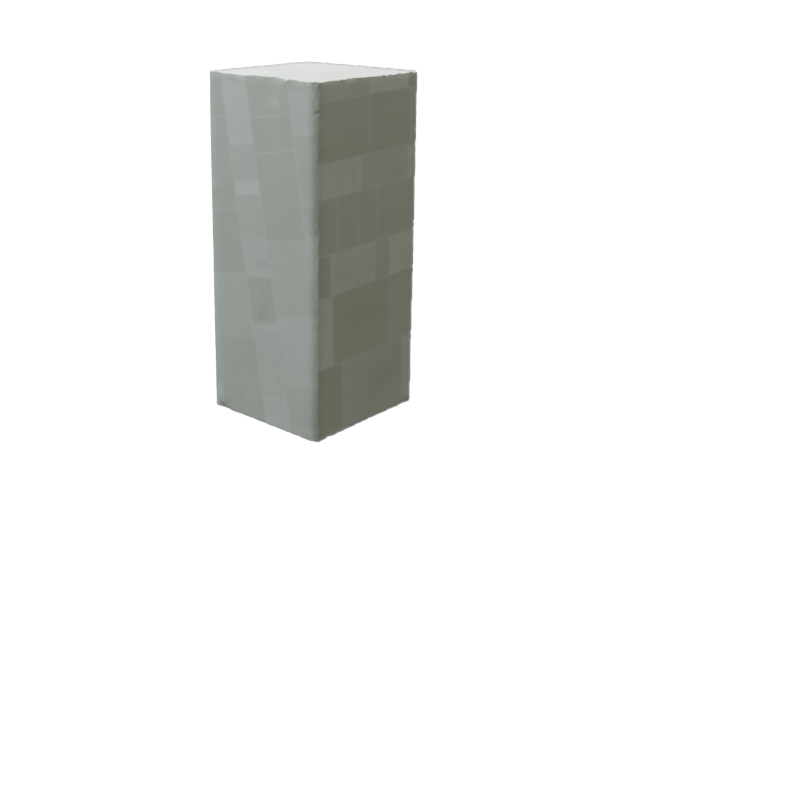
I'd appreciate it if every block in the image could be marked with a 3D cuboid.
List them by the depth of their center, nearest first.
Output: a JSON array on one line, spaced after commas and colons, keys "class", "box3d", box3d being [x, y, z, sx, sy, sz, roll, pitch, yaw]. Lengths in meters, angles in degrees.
[{"class": "block", "box3d": [-0.053, -0.096, 0.669, 0.095, 0.199, 0.089, 14, 21, 38]}]
